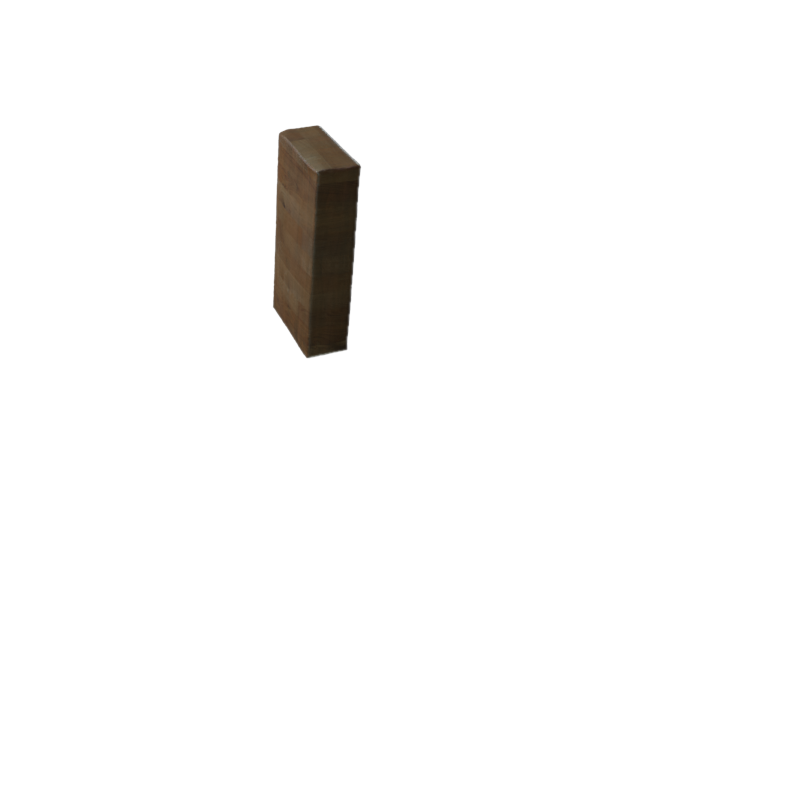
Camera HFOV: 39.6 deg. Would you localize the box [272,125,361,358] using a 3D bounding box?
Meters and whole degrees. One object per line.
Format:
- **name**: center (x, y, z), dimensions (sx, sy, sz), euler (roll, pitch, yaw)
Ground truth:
- **box**: center (-0.074, -0.135, 0.943), dimensions (0.047, 0.166, 0.101), euler (-11, 33, -21)
